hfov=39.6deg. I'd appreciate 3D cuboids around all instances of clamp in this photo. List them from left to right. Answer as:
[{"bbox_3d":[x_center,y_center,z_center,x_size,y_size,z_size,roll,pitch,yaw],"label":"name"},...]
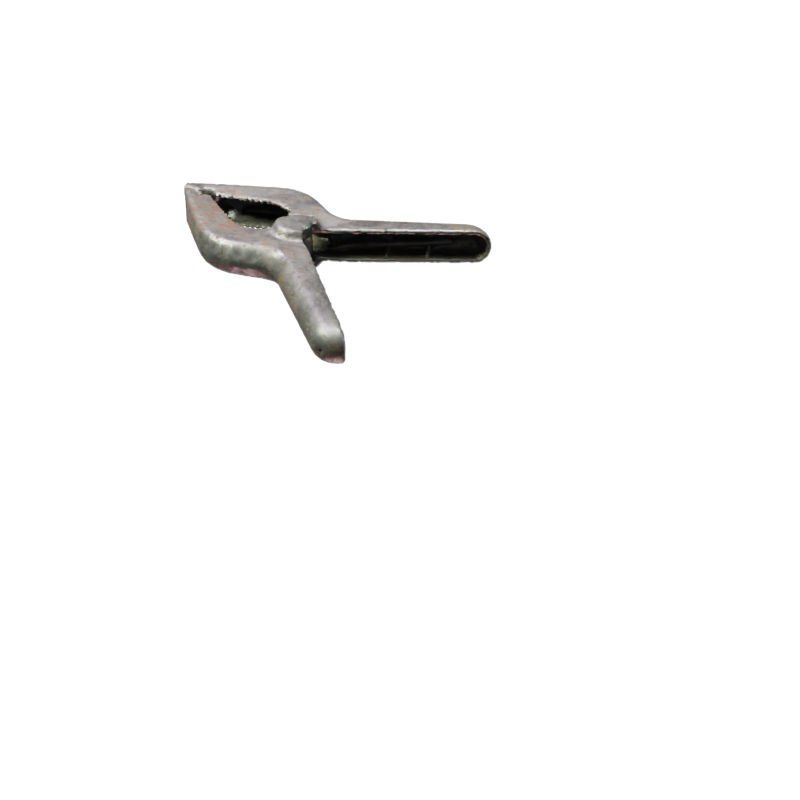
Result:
[{"bbox_3d":[-0.057,-0.105,0.733,0.164,0.034,0.224,-29,44,-35],"label":"clamp"}]
